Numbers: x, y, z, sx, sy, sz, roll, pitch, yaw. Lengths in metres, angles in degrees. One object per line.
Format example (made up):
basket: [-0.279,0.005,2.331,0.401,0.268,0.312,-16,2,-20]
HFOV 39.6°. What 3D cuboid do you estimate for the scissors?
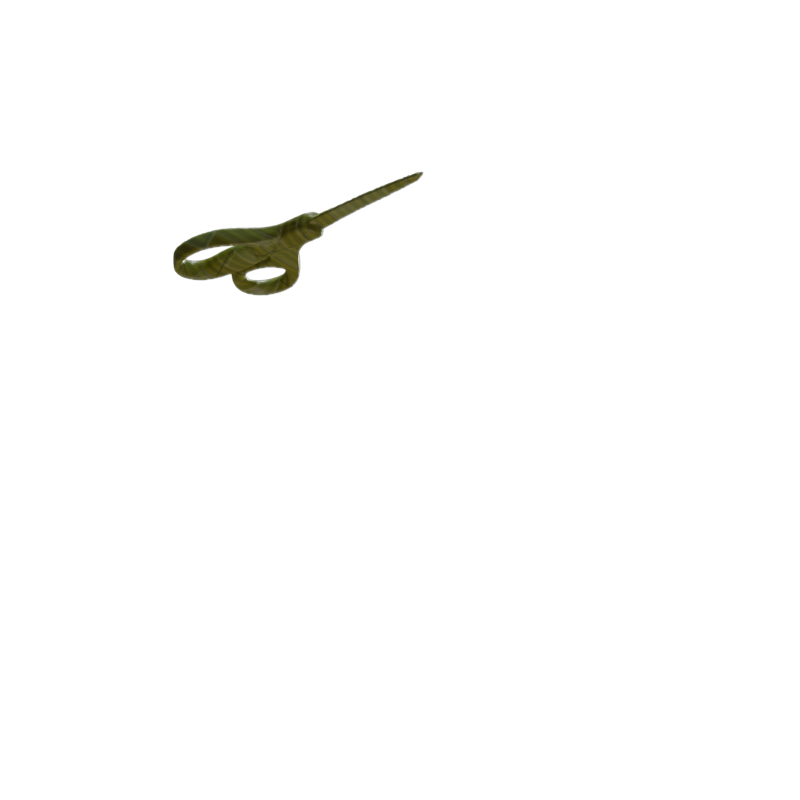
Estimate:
scissors: [-0.058,-0.105,0.736,0.205,0.017,0.090,-10,-22,26]
